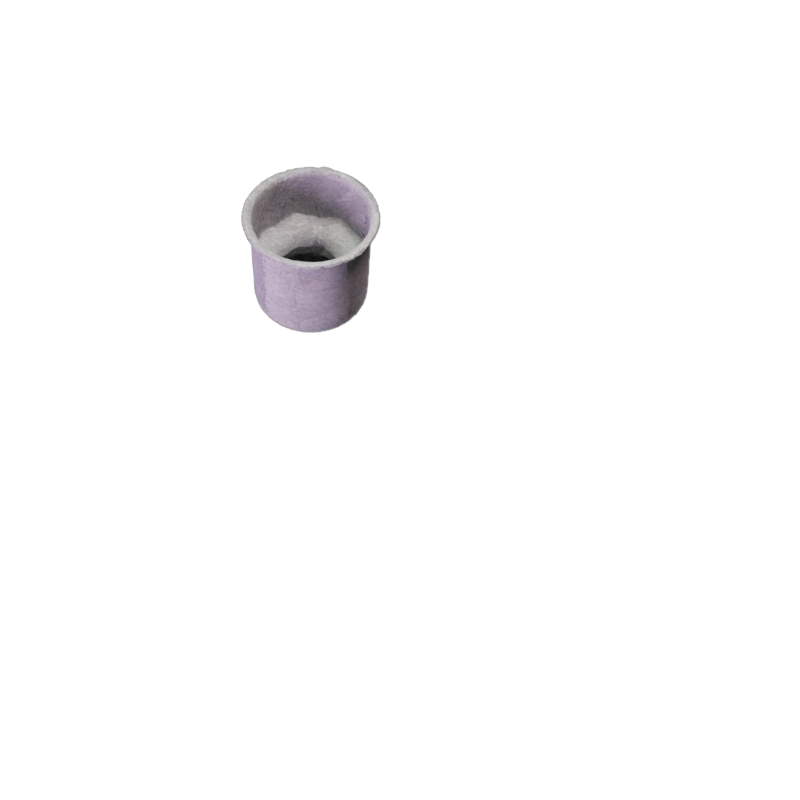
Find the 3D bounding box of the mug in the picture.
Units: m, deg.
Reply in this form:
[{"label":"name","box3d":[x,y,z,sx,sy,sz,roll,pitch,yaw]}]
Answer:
[{"label":"mug","box3d":[-0.061,-0.111,0.776,0.094,0.125,0.076,5,-38,2]}]
